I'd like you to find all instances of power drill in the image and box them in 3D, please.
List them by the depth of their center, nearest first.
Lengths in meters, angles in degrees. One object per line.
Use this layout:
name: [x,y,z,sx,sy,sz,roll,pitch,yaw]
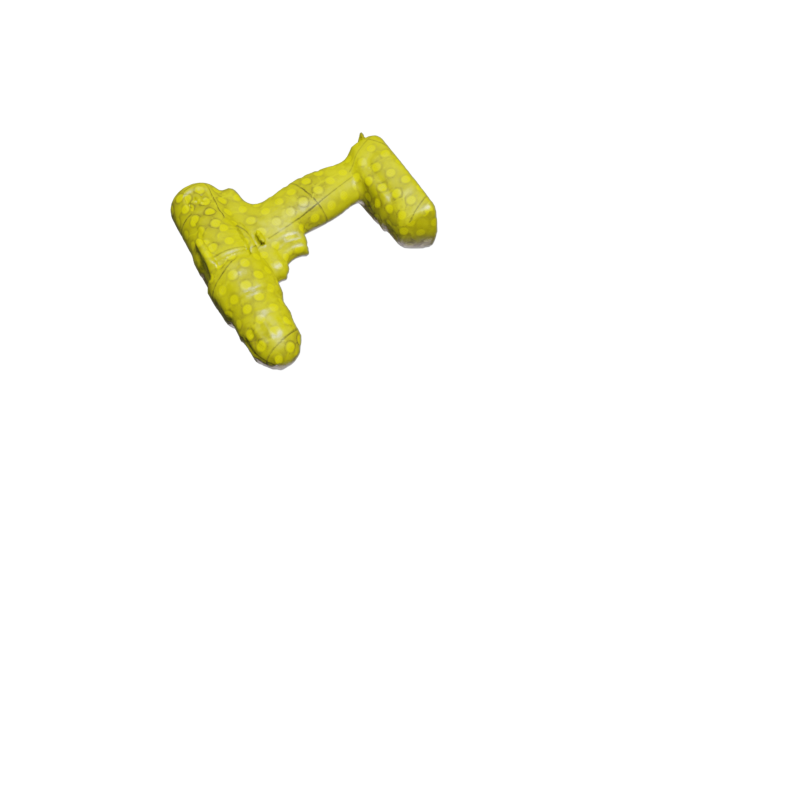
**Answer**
power drill: [-0.068,-0.125,0.875,0.187,0.198,0.054,-23,-32,-16]
